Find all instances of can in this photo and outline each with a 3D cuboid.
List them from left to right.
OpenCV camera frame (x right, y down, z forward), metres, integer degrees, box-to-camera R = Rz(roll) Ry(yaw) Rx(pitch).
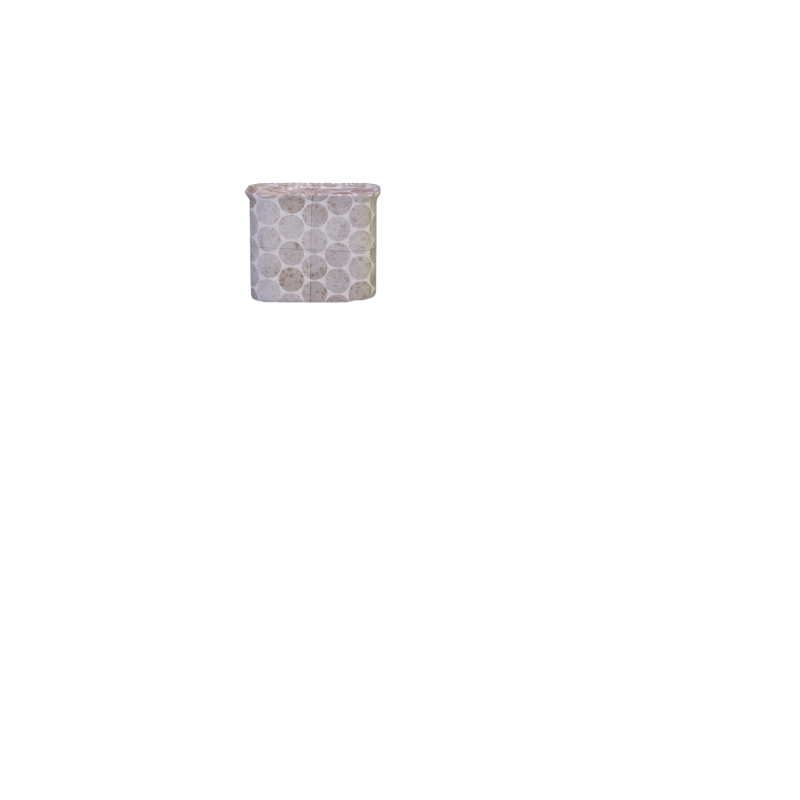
[{"bbox_3d":[-0.066,-0.121,0.847,0.102,0.081,0.059,1,15,1],"label":"can"}]
